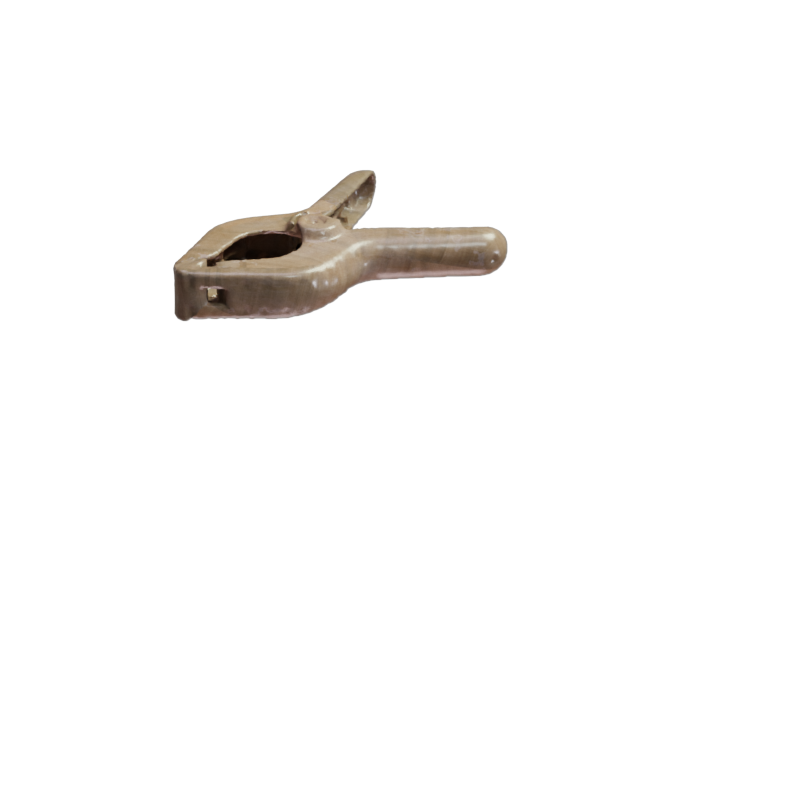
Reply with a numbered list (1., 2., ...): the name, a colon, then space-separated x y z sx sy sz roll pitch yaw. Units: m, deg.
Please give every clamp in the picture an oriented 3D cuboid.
1. clamp: -0.045 -0.082 0.575 0.168 0.037 0.128 -14 28 -27
